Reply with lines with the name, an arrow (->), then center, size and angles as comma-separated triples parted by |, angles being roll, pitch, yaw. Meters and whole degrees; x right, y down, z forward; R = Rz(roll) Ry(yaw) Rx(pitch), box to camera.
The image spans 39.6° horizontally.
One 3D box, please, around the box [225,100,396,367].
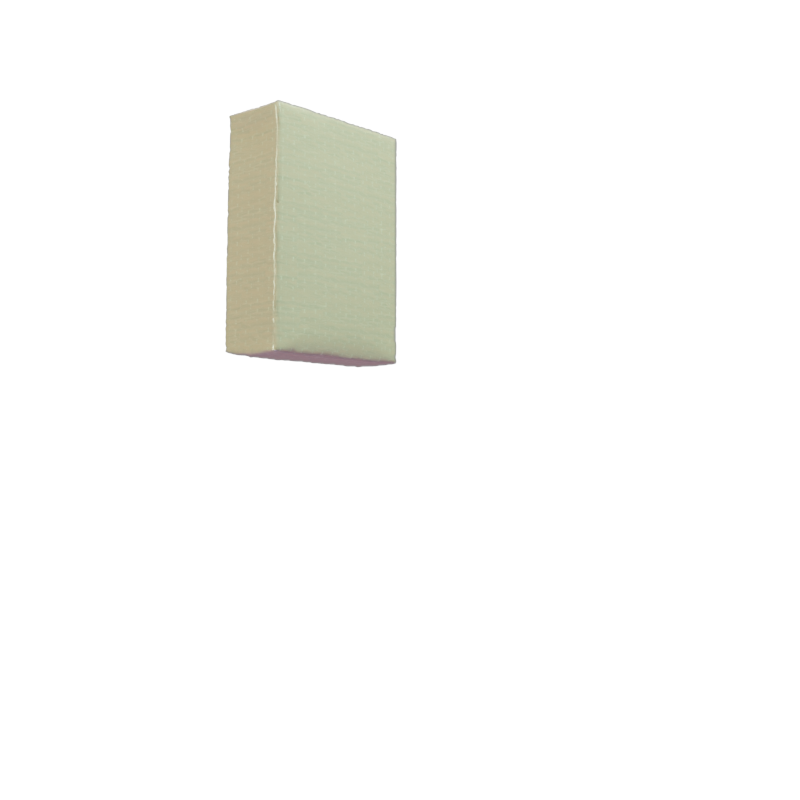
box -> -0.077, -0.141, 0.988 | 0.074, 0.219, 0.156 | -9, -11, 39
